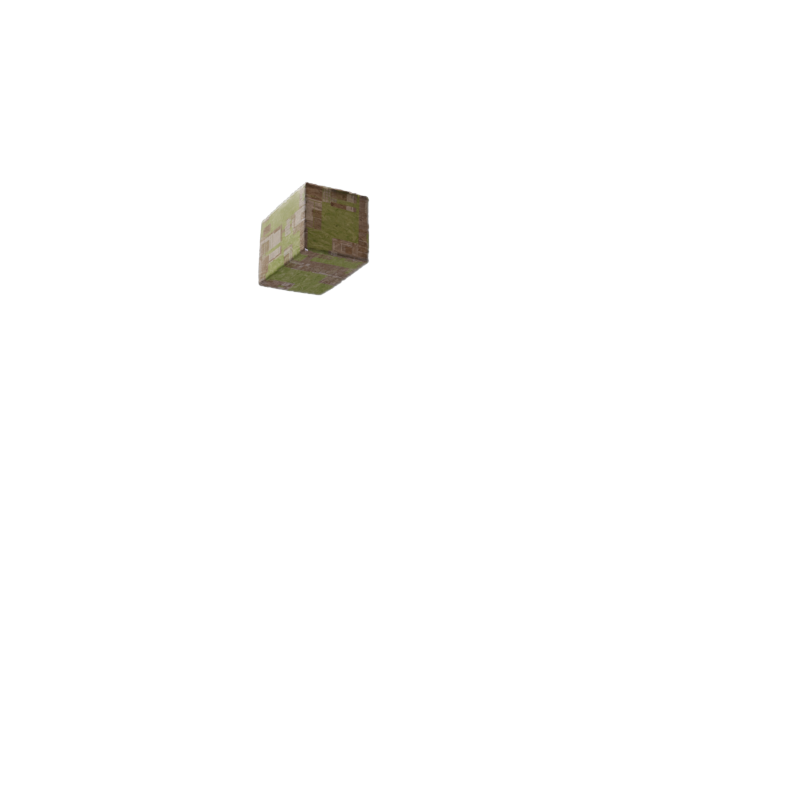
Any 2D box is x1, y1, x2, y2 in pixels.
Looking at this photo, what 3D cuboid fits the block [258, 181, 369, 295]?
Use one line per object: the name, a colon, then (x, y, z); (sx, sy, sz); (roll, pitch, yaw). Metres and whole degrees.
block: (-0.062, -0.114, 0.796); (0.051, 0.054, 0.078); (10, -21, -29)
